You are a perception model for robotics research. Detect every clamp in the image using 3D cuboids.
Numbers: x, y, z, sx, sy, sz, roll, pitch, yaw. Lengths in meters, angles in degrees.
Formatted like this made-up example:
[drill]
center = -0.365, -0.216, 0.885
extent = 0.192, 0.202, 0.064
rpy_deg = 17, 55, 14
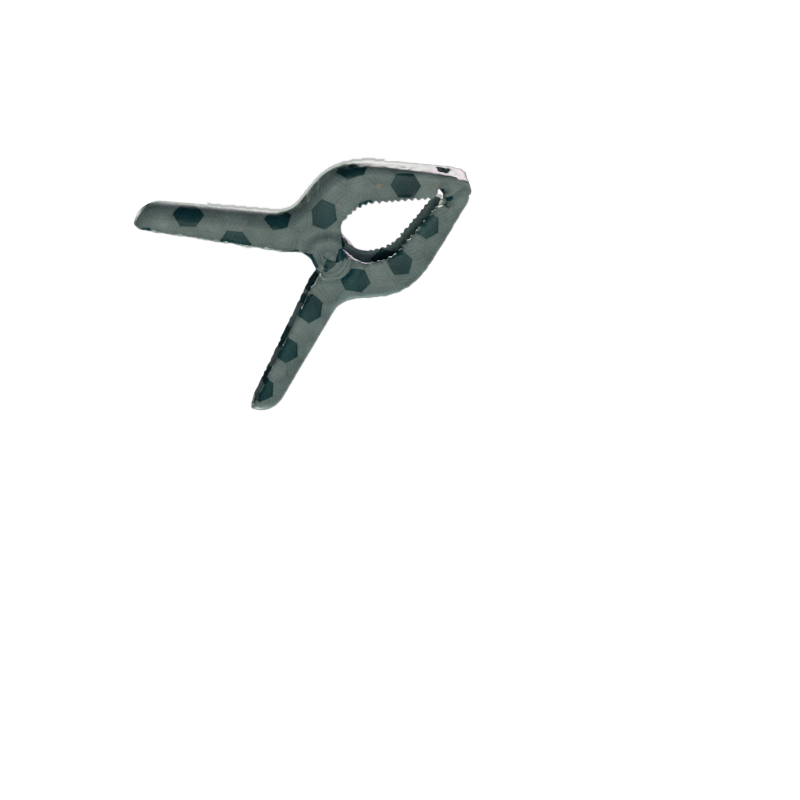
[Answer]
[clamp]
center = -0.056, -0.103, 0.719
extent = 0.209, 0.157, 0.038
rpy_deg = -32, 20, 13
